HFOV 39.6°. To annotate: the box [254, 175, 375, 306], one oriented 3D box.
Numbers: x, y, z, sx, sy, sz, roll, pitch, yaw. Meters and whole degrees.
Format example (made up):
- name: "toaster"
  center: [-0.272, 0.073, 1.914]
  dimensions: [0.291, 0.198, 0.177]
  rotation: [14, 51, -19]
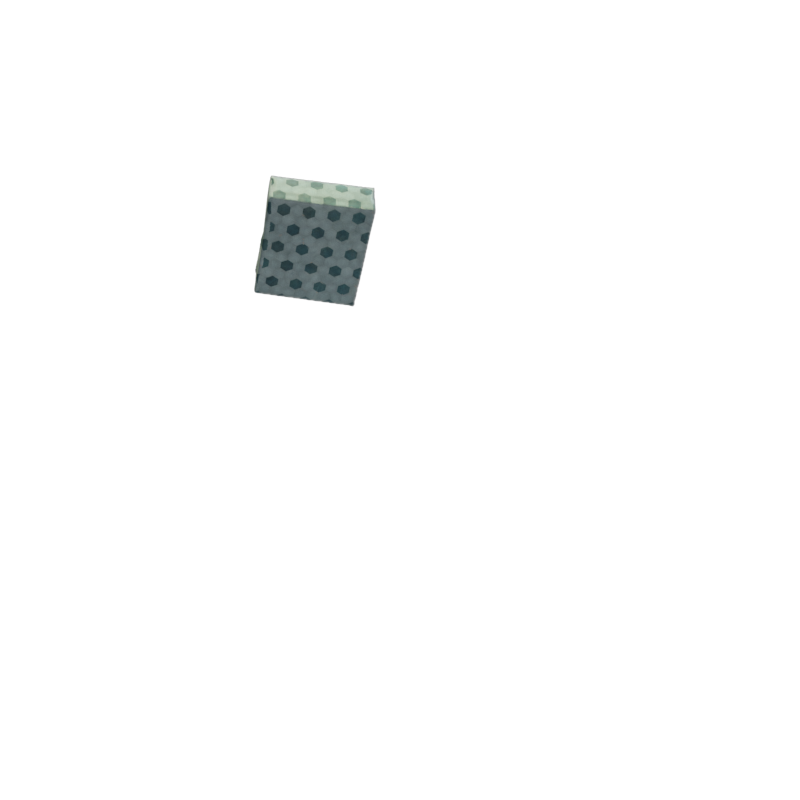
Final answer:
- name: "box"
  center: [-0.061, -0.111, 0.775]
  dimensions: [0.072, 0.084, 0.032]
  rotation: [7, 41, -7]
